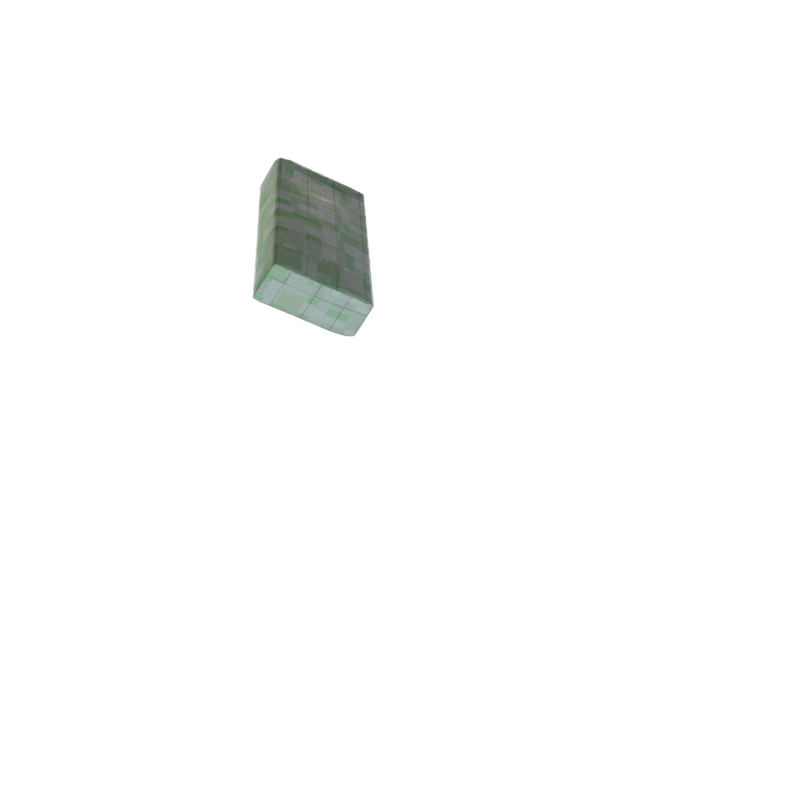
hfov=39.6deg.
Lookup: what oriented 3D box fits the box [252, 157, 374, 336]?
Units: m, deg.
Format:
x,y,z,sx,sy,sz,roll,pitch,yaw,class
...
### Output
x,y,z,sx,sy,sz,roll,pitch,yaw,class
-0.074,-0.136,0.951,0.090,0.046,0.189,21,36,-20,box
